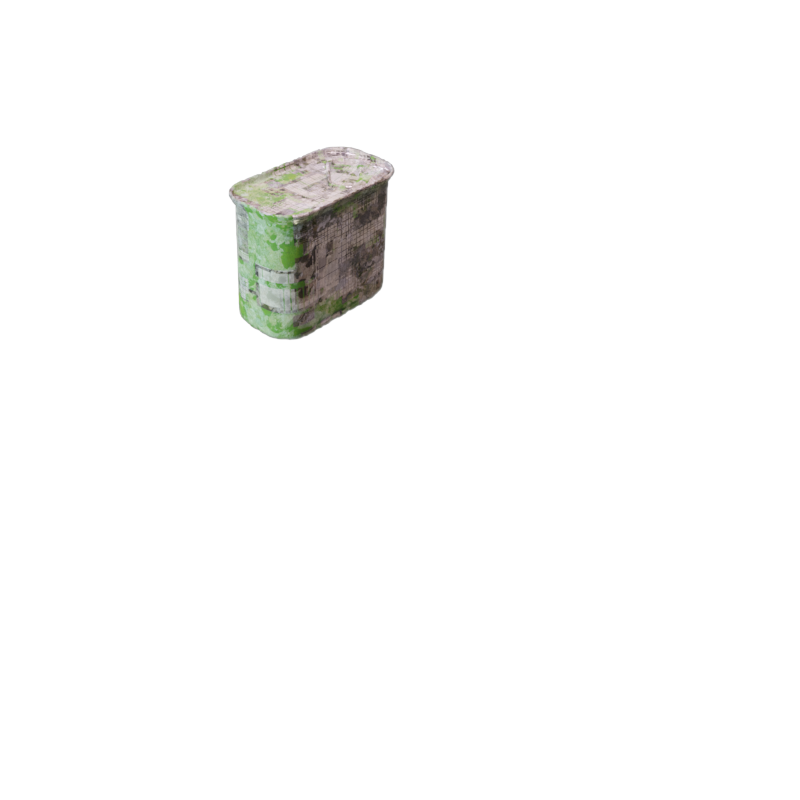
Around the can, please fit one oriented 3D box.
[{"bbox_3d":[-0.052,-0.095,0.664,0.061,0.079,0.102,25,40,33],"label":"can"}]
